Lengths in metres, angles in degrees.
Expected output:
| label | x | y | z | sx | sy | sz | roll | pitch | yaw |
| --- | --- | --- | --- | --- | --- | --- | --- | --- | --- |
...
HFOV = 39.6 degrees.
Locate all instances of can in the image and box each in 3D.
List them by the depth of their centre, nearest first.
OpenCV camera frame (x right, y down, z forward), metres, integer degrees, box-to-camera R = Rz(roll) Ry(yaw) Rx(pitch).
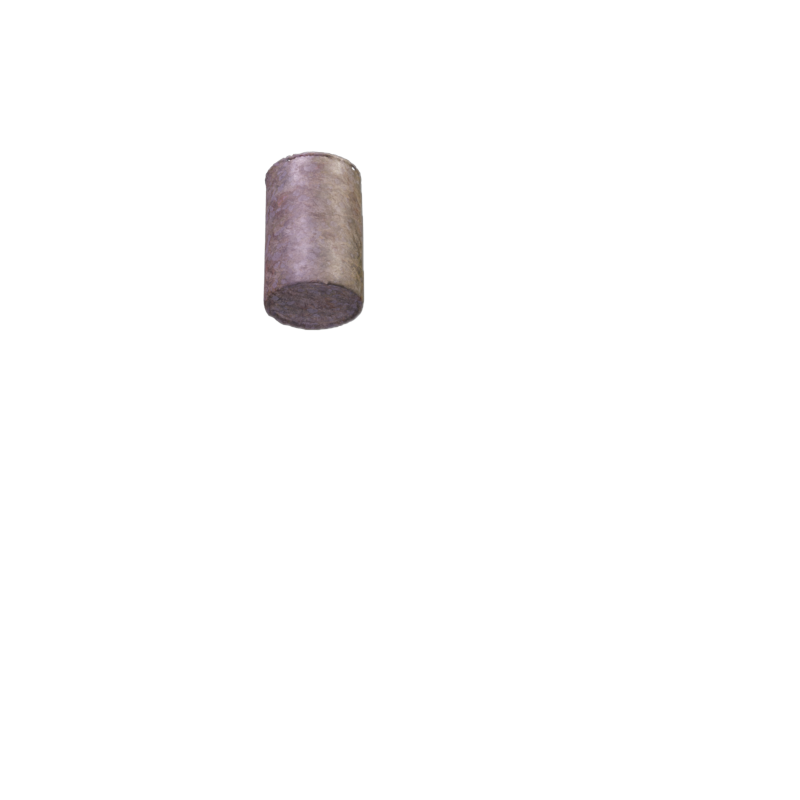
| label | x | y | z | sx | sy | sz | roll | pitch | yaw |
| --- | --- | --- | --- | --- | --- | --- | --- | --- | --- |
| can | -0.059 | -0.107 | 0.750 | 0.068 | 0.109 | 0.064 | 0 | -28 | -2 |
